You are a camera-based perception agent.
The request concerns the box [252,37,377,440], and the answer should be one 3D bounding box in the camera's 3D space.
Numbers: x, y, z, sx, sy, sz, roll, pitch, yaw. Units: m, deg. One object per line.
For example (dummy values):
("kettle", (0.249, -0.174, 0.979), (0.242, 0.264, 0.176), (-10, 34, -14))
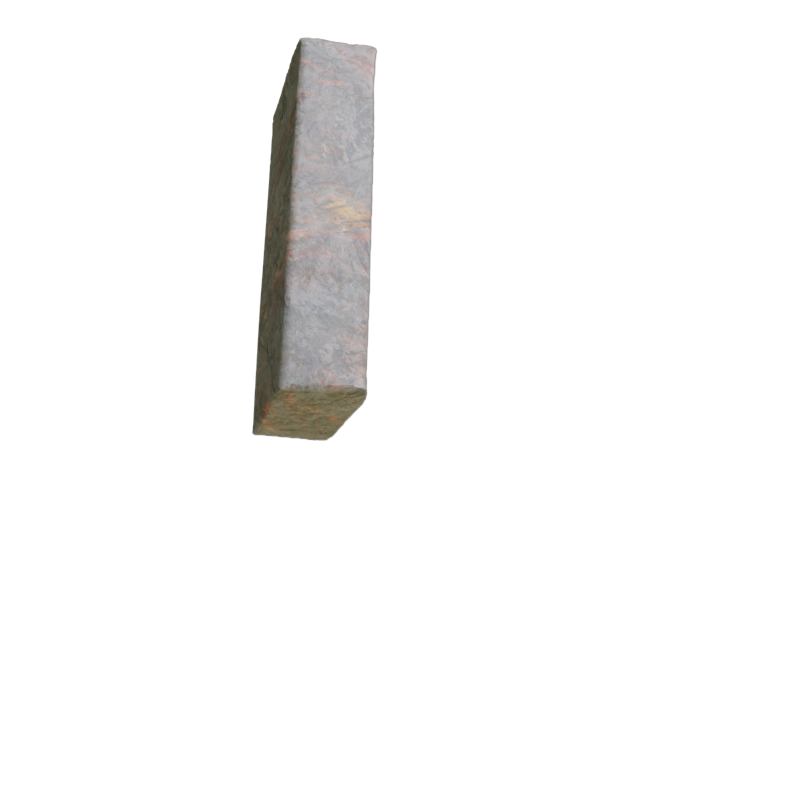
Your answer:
("box", (-0.043, -0.077, 0.543), (0.047, 0.185, 0.090), (4, -21, -14))
